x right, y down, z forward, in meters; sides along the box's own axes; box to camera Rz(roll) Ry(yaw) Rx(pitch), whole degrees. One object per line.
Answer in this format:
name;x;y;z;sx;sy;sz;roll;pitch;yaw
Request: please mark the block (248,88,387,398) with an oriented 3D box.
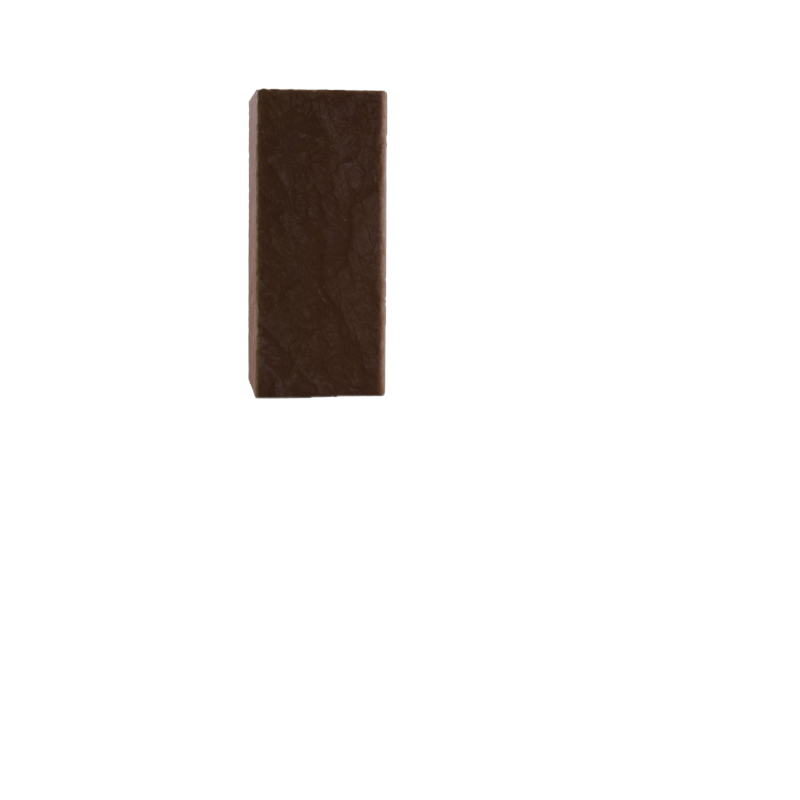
block;-0.060;-0.111;0.780;0.089;0.205;0.092;0;3;-10
